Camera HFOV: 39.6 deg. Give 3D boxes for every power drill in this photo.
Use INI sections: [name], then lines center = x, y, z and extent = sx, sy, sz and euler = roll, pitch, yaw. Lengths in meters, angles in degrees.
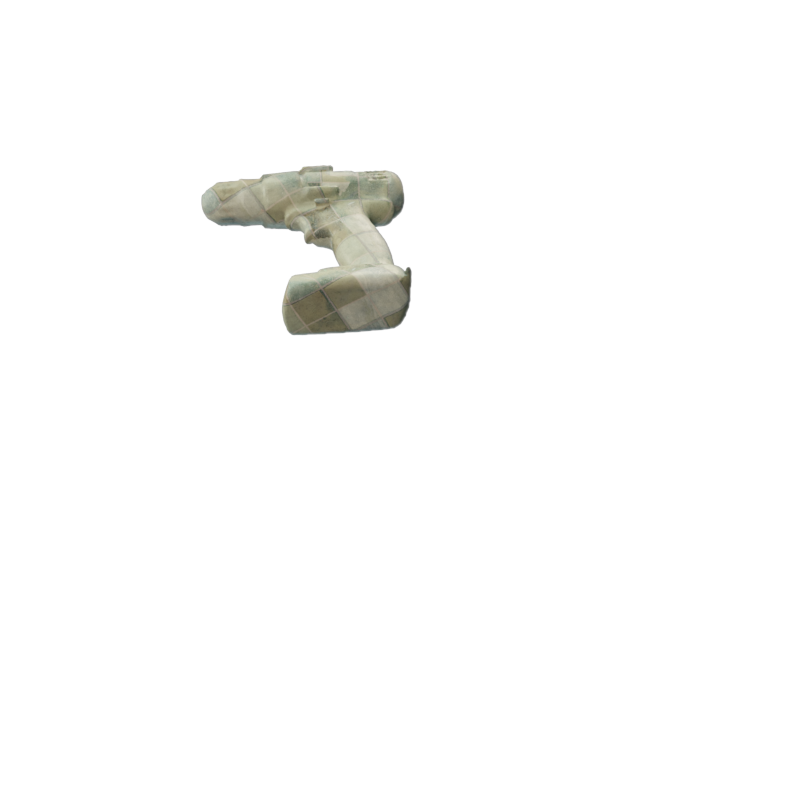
[power drill]
center = -0.075, -0.136, 0.954
extent = 0.183, 0.053, 0.203
euler = -6, 42, -7
